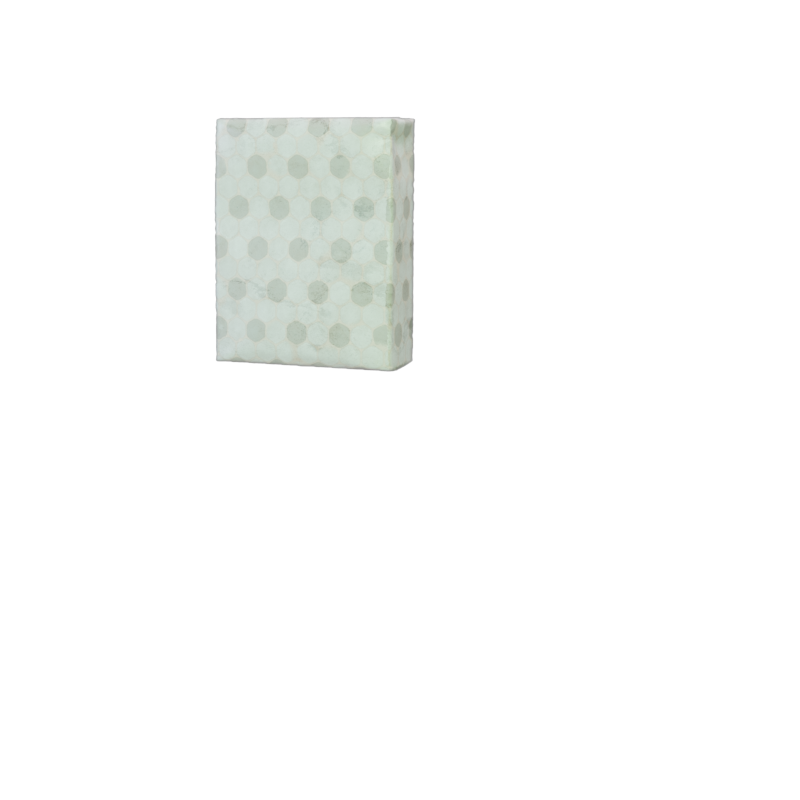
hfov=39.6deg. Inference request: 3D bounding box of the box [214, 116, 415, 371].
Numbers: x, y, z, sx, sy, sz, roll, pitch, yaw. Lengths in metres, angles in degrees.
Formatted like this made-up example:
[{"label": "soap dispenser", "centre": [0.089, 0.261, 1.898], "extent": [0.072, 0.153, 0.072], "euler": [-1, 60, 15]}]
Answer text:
[{"label": "box", "centre": [-0.075, -0.136, 0.956], "extent": [0.169, 0.211, 0.071], "euler": [3, 6, 20]}]
